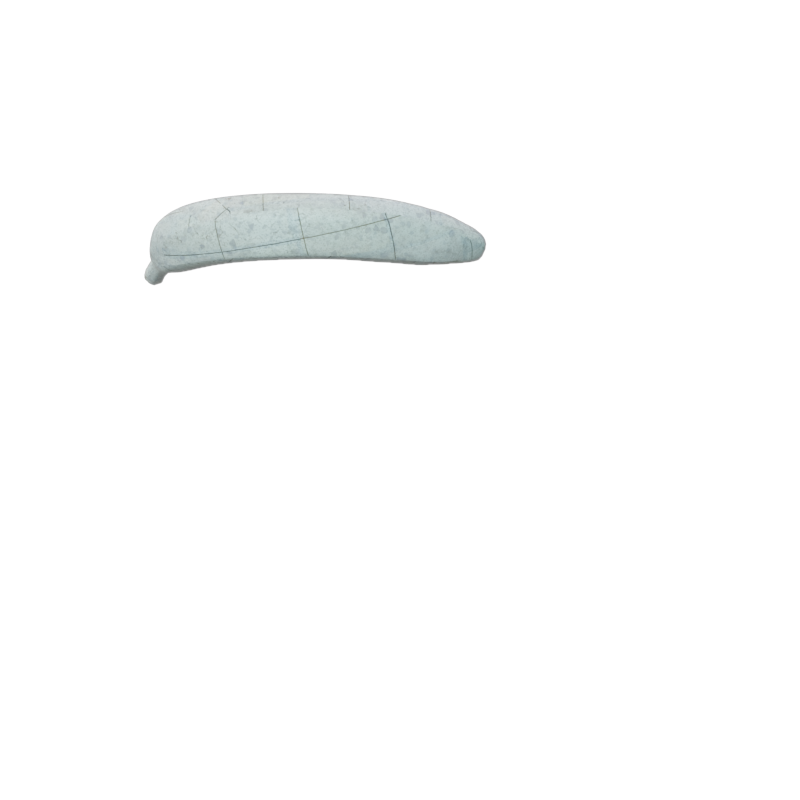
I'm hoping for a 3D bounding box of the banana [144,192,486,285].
[{"bbox_3d":[-0.055,-0.090,0.604,0.200,0.038,0.067,-1,-8,11],"label":"banana"}]
